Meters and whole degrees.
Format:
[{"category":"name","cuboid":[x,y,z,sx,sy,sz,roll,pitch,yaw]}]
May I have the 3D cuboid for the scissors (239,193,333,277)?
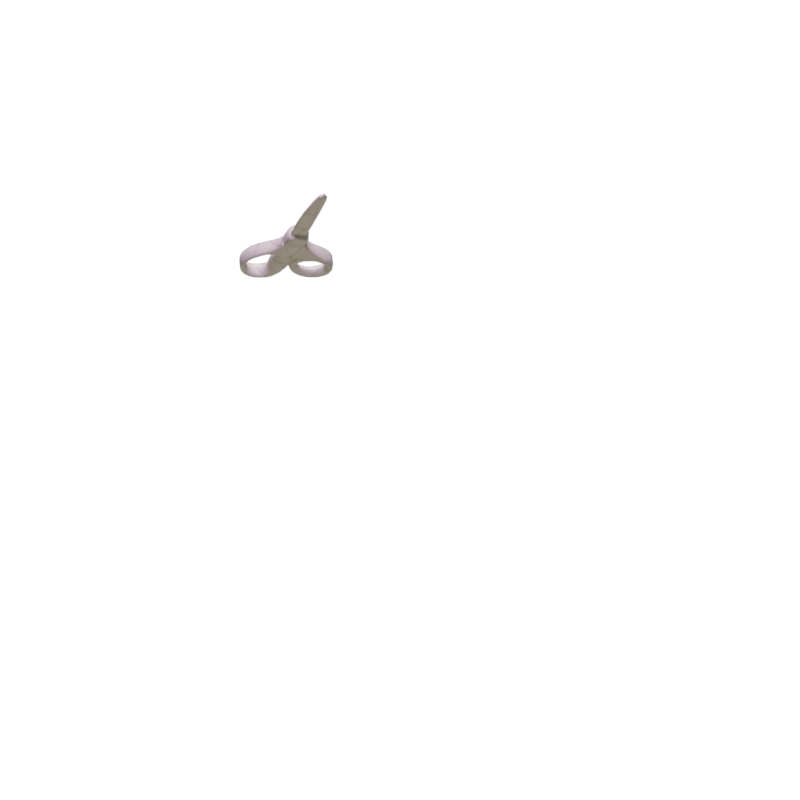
[{"category":"scissors","cuboid":[-0.077,-0.141,0.990,0.092,0.016,0.203,7,-14,-31]}]
